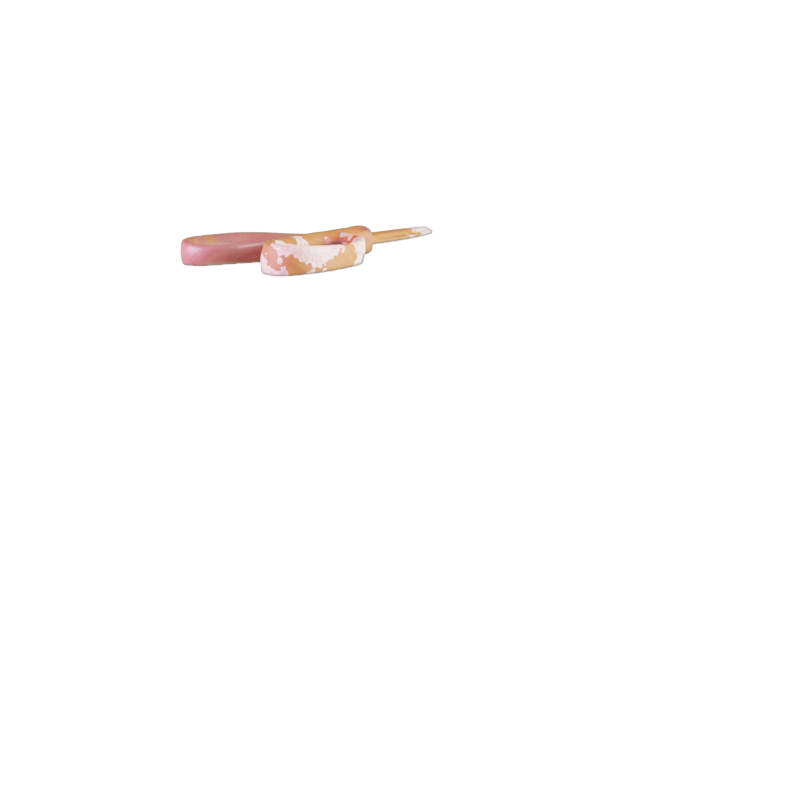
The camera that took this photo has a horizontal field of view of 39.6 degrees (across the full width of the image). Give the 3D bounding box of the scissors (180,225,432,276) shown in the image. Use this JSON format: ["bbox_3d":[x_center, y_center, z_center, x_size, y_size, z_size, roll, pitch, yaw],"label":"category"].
[{"bbox_3d":[-0.045,-0.082,0.574,0.098,0.015,0.202,2,12,10],"label":"scissors"}]
